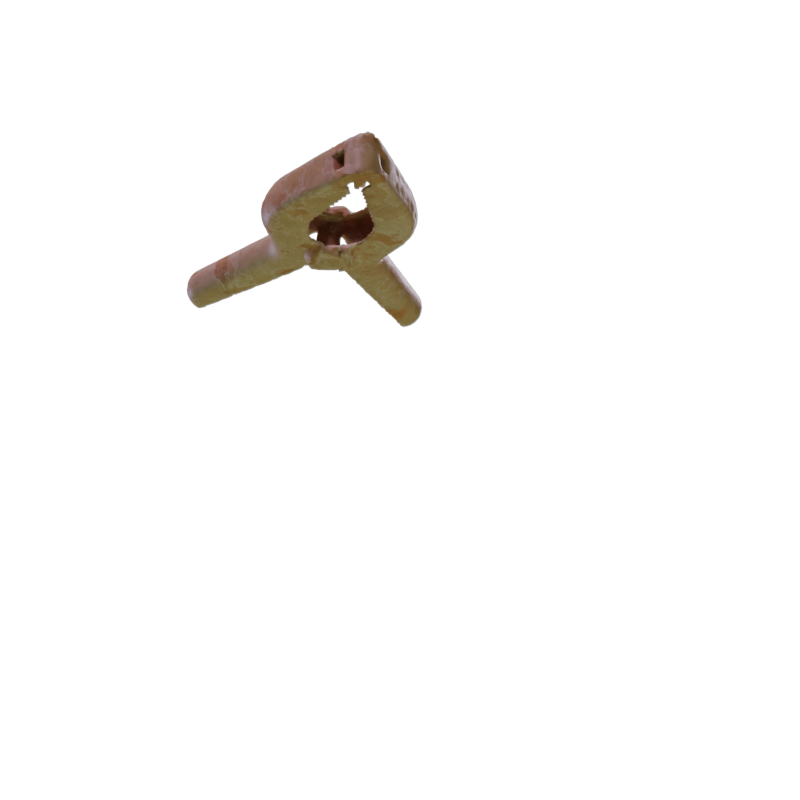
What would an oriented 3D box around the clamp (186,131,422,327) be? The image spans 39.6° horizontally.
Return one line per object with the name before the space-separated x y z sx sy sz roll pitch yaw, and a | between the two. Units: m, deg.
clamp | -0.055 -0.100 0.701 0.163 0.038 0.200 2 -22 -6
